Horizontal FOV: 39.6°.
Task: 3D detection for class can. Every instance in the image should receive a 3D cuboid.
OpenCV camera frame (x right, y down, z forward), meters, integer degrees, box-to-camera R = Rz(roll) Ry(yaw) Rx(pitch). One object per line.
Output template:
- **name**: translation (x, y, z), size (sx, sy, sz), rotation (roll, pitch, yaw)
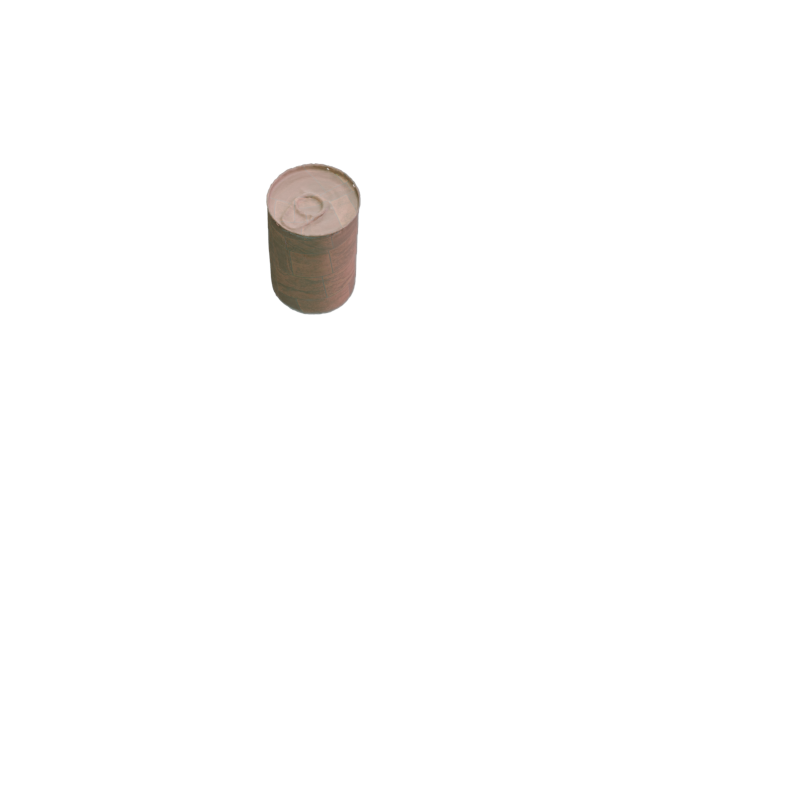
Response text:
- **can**: translation (-0.065, -0.119, 0.834), size (0.068, 0.073, 0.096), rotation (0, -33, -3)
